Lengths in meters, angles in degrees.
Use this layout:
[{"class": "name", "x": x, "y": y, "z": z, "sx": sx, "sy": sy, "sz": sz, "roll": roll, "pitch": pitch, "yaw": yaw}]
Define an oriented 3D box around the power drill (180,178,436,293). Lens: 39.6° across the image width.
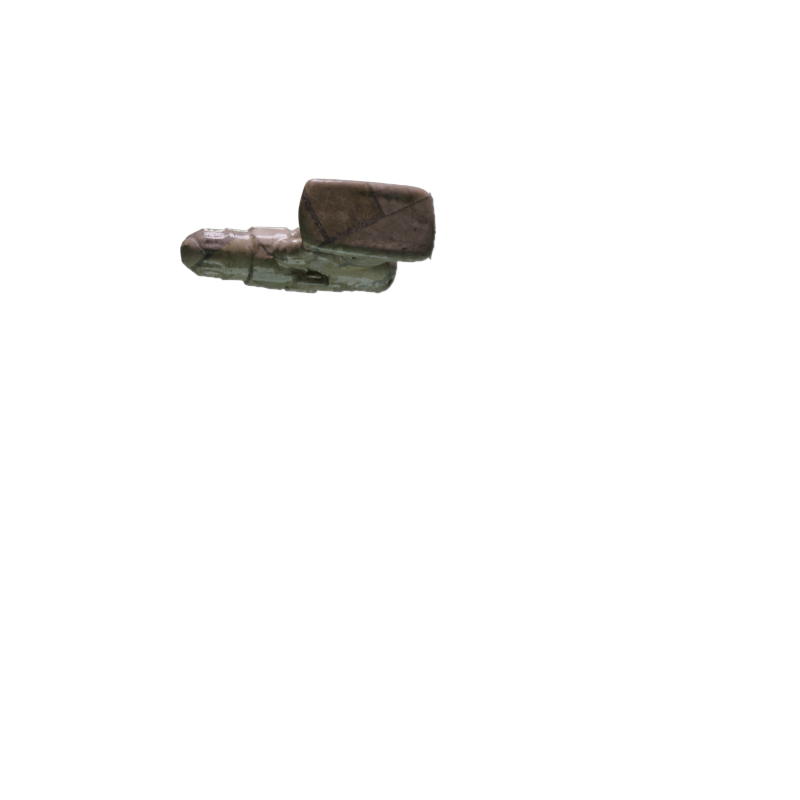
[{"class": "power drill", "x": -0.068, "y": -0.124, "z": 0.866, "sx": 0.180, "sy": 0.058, "sz": 0.189, "roll": 1, "pitch": -4, "yaw": -19}]
